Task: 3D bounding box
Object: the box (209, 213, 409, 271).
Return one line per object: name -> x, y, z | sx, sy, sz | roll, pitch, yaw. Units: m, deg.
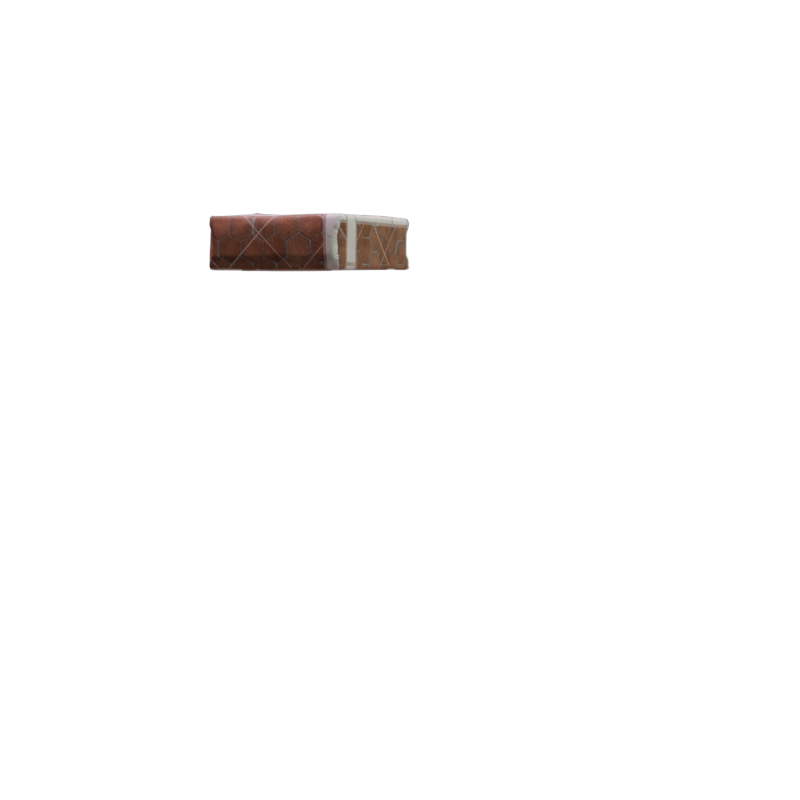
box -> -0.045, -0.082, 0.571 | 0.075, 0.030, 0.087 | 3, 8, 25
